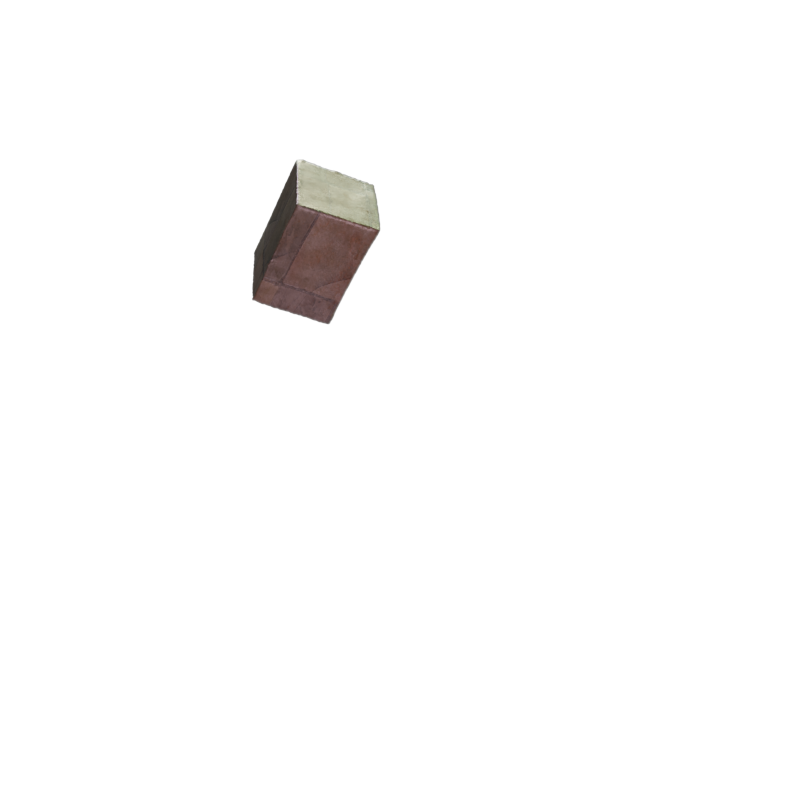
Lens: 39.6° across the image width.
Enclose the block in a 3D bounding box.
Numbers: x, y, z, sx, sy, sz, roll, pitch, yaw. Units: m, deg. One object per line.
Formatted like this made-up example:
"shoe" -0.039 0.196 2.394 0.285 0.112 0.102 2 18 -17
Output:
"block" -0.052 -0.095 0.665 0.051 0.075 0.055 18 37 -17
